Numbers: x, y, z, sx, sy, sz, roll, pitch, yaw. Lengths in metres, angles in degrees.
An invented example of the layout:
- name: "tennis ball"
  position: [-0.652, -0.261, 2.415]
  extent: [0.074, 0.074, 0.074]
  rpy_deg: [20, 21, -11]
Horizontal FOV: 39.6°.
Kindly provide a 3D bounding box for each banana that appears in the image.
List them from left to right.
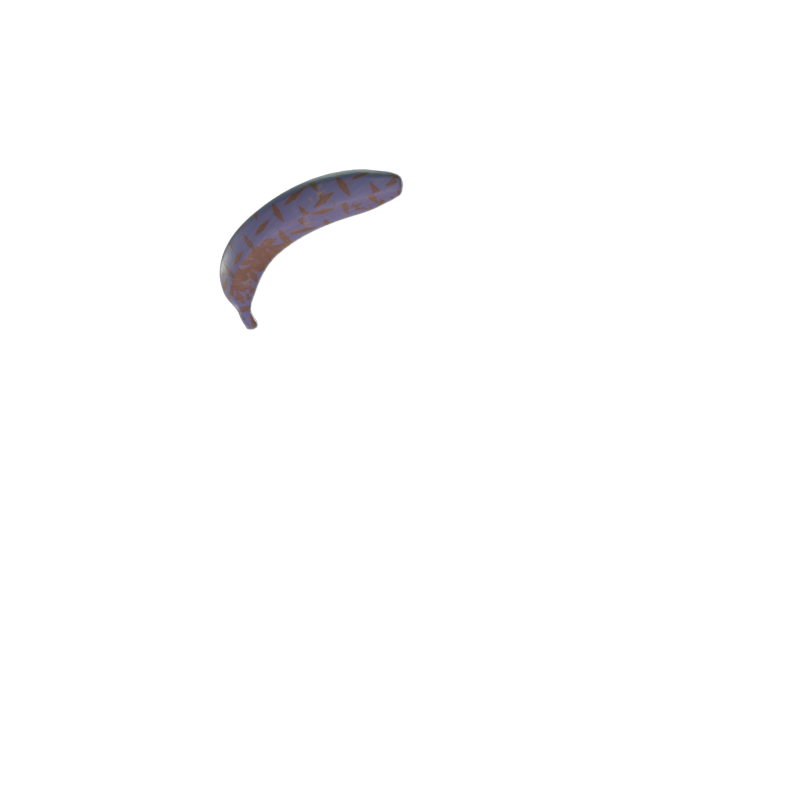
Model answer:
- name: "banana"
  position: [-0.085, -0.131, 0.873]
  extent: [0.066, 0.039, 0.195]
  rpy_deg: [31, -50, -30]
